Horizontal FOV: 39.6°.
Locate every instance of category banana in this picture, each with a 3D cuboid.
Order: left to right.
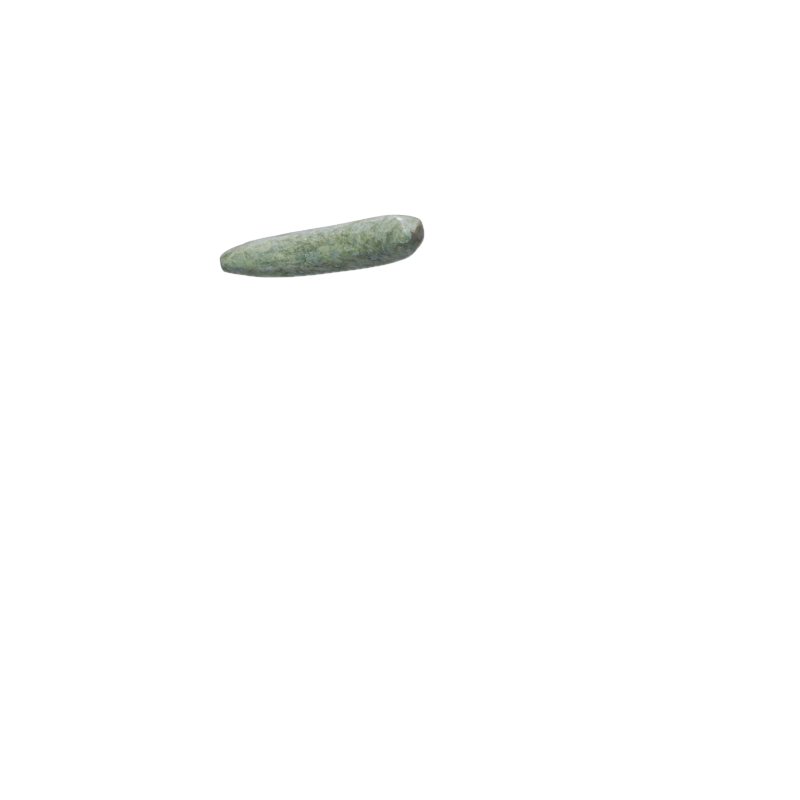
[{"bbox_3d":[-0.052,-0.120,0.858,0.203,0.038,0.066,-4,-7,41],"label":"banana"}]
